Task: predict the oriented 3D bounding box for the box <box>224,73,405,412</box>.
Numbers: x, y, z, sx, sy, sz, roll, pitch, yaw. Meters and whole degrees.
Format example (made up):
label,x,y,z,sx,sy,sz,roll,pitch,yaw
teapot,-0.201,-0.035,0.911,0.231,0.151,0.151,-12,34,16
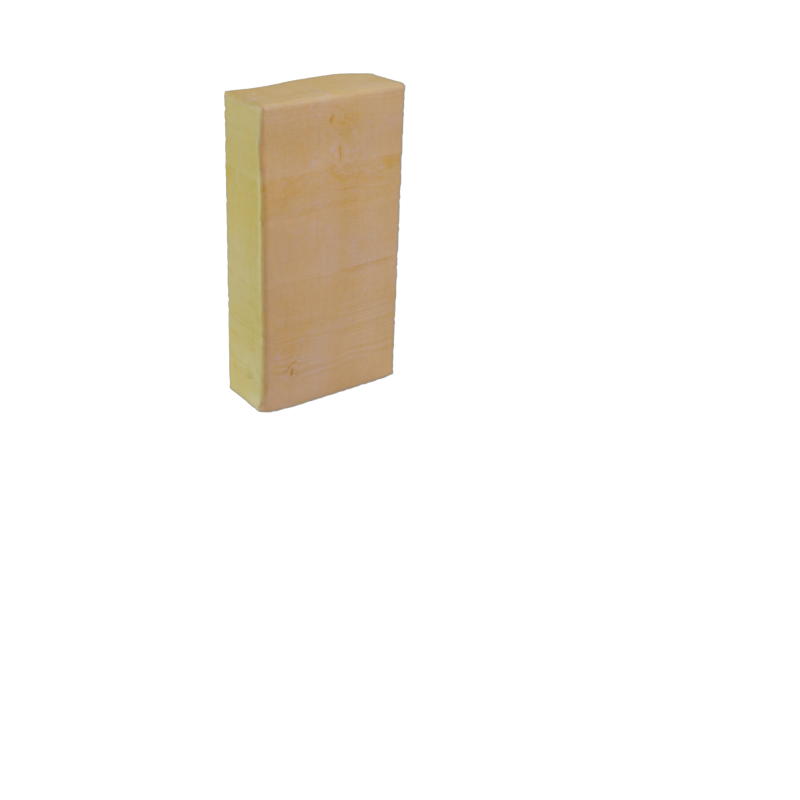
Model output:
label,x,y,z,sx,sy,sz,roll,pitch,yaw
box,-0.048,-0.087,0.610,0.091,0.168,0.051,-14,26,-34
